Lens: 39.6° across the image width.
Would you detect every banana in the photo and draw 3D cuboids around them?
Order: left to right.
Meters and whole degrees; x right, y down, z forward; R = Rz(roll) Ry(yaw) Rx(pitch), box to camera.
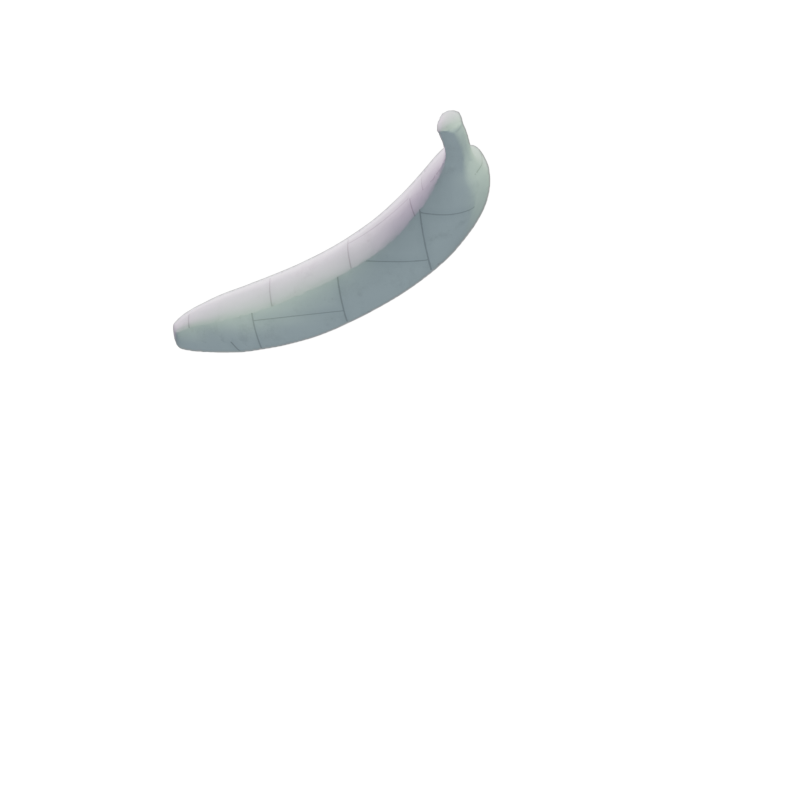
[{"bbox_3d":[-0.025,-0.068,0.525,0.065,0.039,0.196,32,-50,-33],"label":"banana"}]
